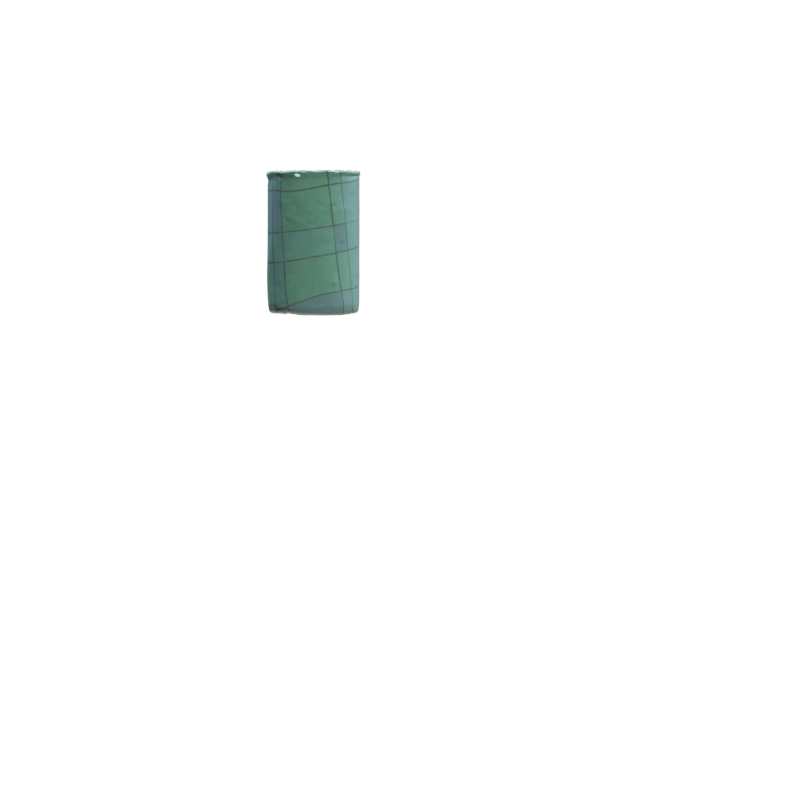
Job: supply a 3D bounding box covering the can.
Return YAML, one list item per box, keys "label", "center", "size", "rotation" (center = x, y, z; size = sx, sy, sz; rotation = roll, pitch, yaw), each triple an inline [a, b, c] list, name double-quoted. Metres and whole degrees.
- label: "can"
  center: [-0.063, -0.115, 0.803]
  size: [0.068, 0.102, 0.069]
  rotation: [0, 4, -2]
